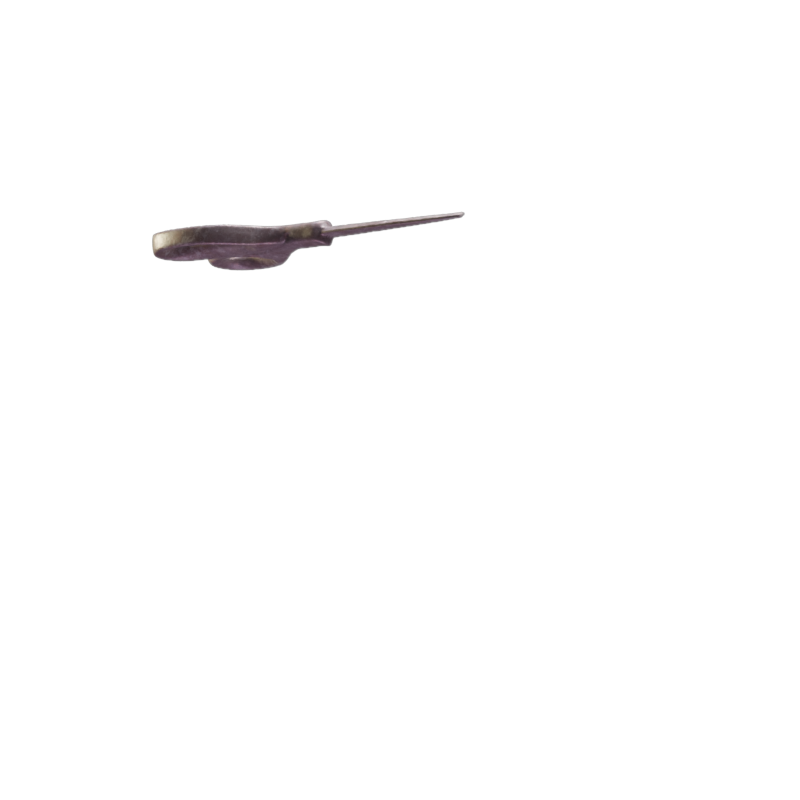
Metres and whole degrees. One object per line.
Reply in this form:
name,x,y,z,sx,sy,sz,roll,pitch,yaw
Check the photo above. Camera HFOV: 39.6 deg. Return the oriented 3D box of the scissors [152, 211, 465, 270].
scissors,-0.054,-0.098,0.689,0.205,0.016,0.093,-1,-4,15
